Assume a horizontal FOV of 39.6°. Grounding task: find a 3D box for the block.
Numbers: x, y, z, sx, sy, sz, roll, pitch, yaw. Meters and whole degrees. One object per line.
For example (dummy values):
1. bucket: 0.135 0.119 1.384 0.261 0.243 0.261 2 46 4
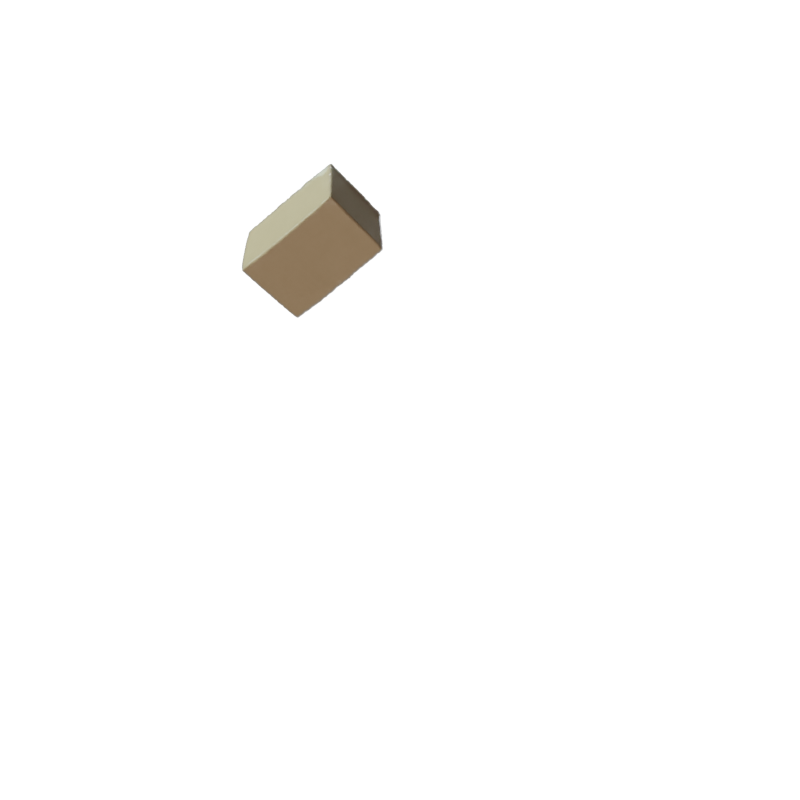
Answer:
1. block: -0.057 -0.103 0.723 0.077 0.050 0.054 -37 26 18
